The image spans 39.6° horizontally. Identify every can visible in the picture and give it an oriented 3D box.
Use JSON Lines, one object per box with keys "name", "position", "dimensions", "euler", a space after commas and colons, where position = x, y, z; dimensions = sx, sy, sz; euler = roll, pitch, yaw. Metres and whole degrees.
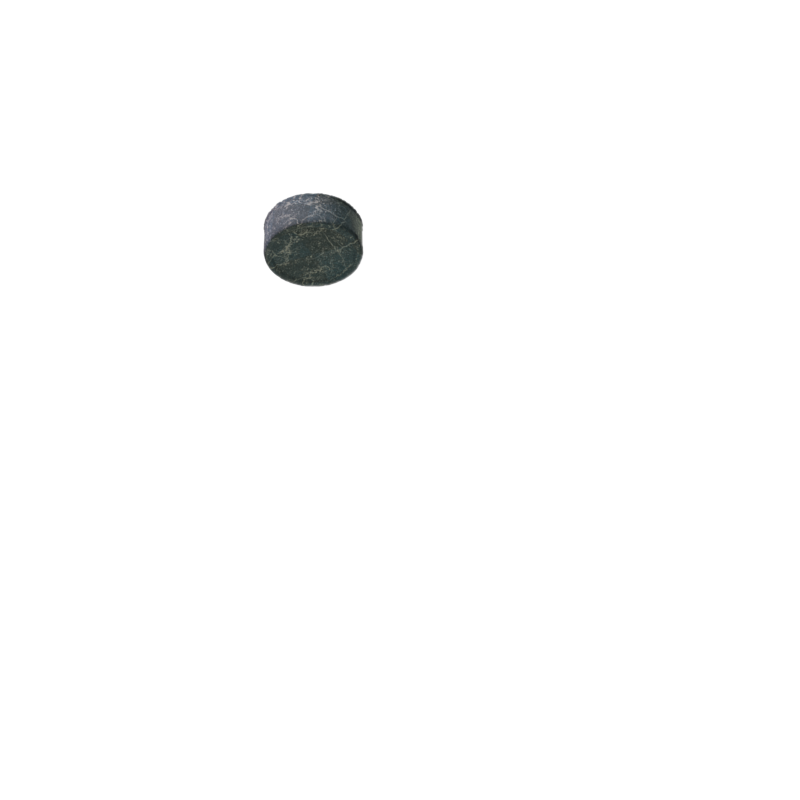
{"name": "can", "position": [-0.074, -0.135, 0.946], "dimensions": [0.086, 0.036, 0.080], "euler": [1, -38, -2]}
